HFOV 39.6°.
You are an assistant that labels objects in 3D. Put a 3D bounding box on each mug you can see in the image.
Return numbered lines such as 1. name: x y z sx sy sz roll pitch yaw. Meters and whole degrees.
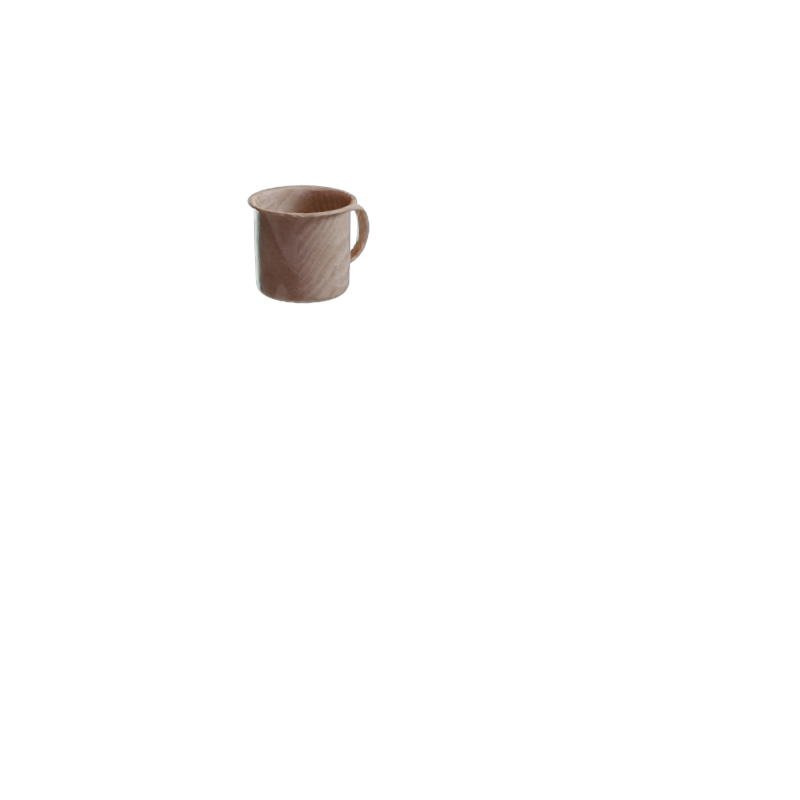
1. mug: -0.075 -0.137 0.958 0.115 0.078 0.099 -19 29 -38
